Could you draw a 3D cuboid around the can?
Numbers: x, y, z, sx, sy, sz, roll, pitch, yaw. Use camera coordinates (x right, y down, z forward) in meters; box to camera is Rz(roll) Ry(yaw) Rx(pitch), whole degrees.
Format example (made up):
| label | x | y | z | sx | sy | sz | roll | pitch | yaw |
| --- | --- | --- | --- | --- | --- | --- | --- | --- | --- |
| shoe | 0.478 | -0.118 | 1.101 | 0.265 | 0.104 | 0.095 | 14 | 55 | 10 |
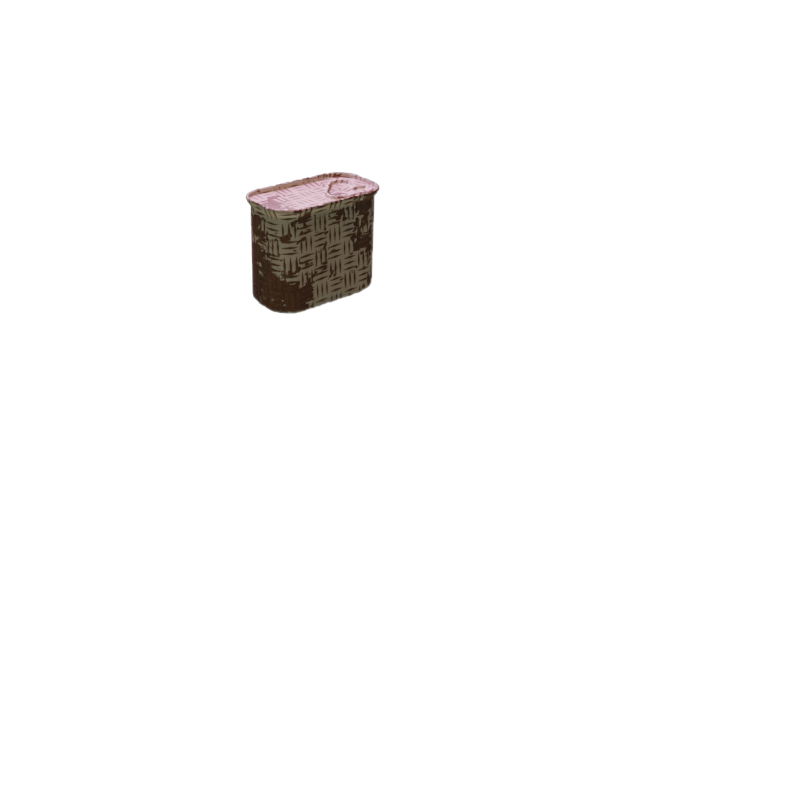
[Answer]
| label | x | y | z | sx | sy | sz | roll | pitch | yaw |
| --- | --- | --- | --- | --- | --- | --- | --- | --- | --- |
| can | -0.066 | -0.121 | 0.848 | 0.100 | 0.080 | 0.061 | -20 | 32 | -36 |
